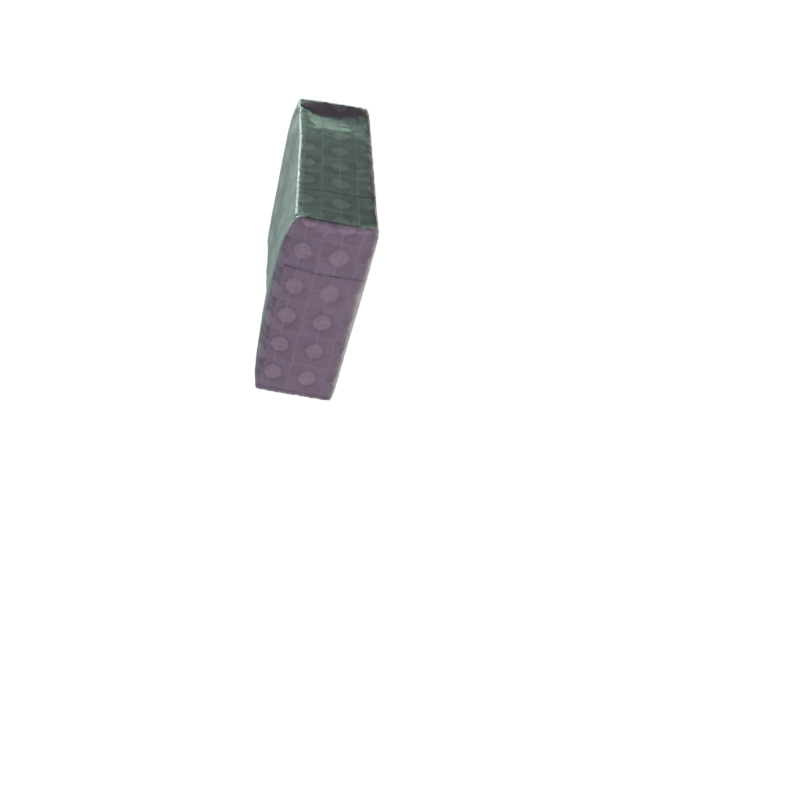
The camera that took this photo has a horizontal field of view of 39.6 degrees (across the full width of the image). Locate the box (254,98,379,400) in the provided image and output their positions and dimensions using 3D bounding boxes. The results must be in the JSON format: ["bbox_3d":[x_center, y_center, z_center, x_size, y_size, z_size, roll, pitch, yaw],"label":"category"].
[{"bbox_3d":[-0.073,-0.132,0.927,0.071,0.156,0.229,10,35,-11],"label":"box"}]
